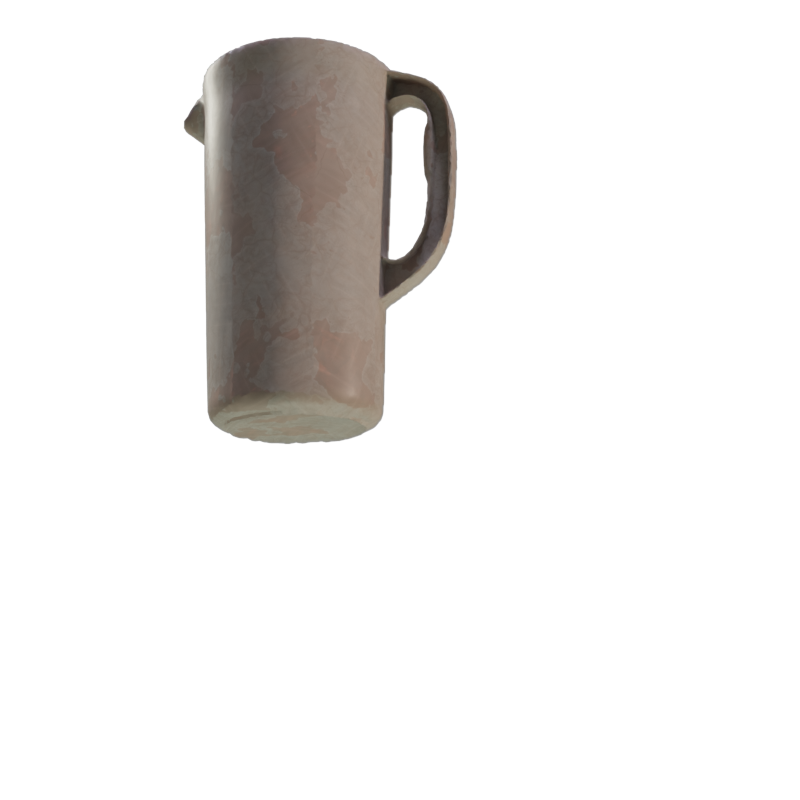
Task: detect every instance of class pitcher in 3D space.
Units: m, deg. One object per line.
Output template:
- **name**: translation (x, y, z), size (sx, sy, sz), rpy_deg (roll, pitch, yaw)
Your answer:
- **pitcher**: translation (-0.056, -0.102, 0.714), size (0.139, 0.255, 0.149), rpy_deg (10, -22, -29)
